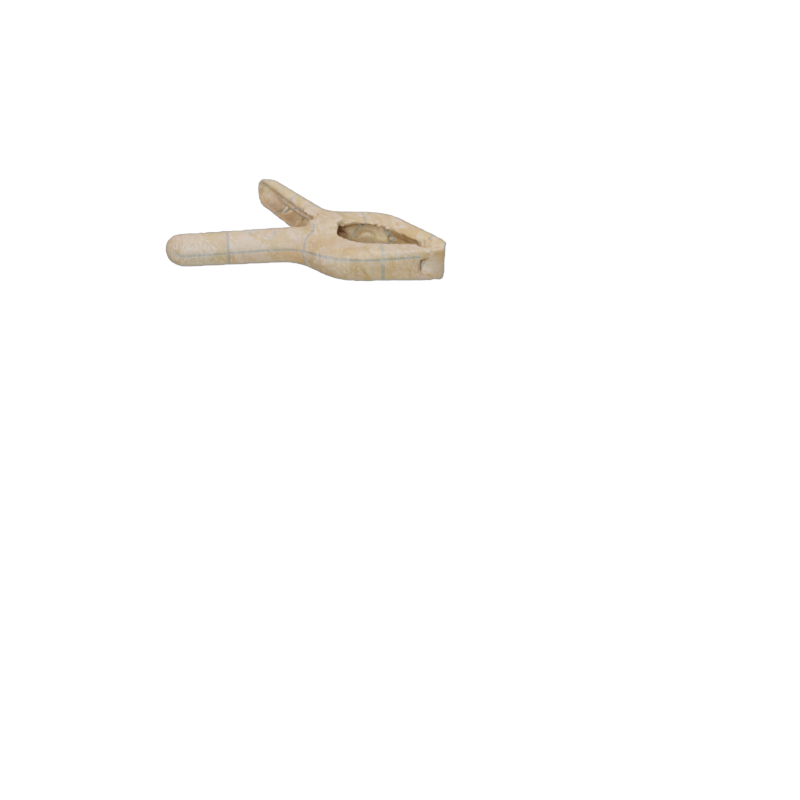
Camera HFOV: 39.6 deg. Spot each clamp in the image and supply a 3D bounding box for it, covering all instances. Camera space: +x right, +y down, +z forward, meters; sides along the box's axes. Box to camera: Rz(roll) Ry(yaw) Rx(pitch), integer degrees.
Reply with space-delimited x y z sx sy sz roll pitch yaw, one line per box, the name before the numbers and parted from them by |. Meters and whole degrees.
clamp | -0.069 -0.126 0.881 0.220 0.034 0.166 17 34 26
